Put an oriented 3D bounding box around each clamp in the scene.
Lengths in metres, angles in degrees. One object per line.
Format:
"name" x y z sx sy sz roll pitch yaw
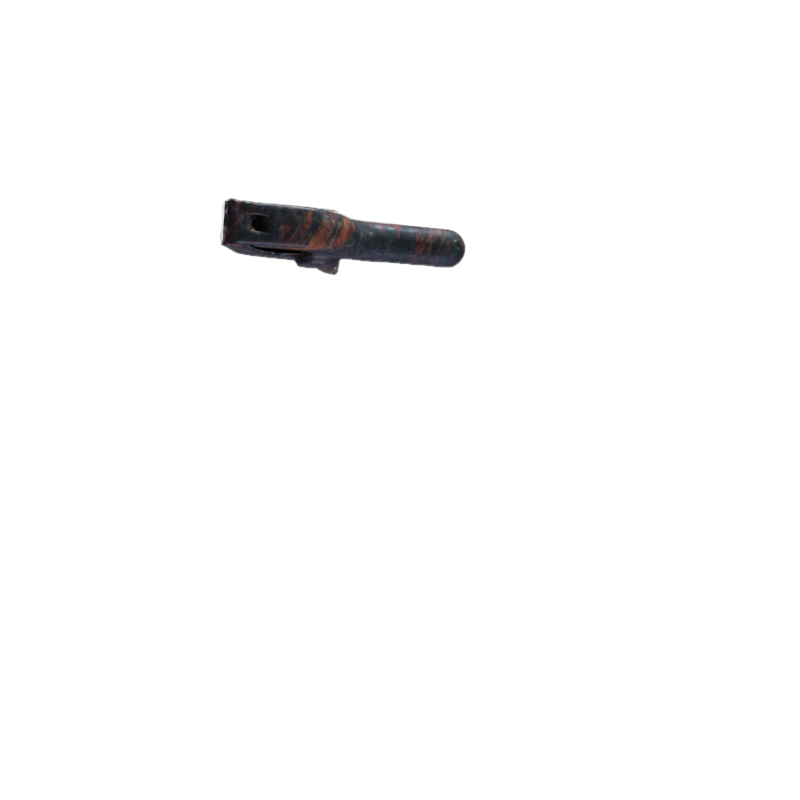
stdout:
"clamp" -0.056 -0.102 0.712 0.163 0.040 0.123 6 -9 -41
